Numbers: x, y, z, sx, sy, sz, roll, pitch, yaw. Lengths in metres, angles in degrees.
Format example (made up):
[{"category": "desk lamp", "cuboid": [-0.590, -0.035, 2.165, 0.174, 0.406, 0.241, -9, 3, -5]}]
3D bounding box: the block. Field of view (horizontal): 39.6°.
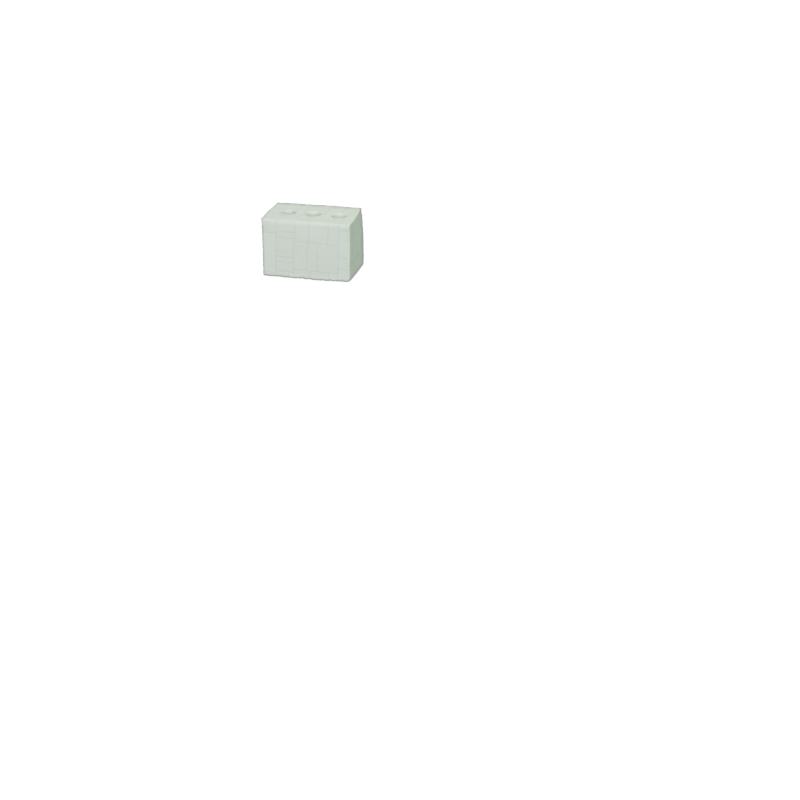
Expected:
[{"category": "block", "cuboid": [-0.074, -0.134, 0.939, 0.079, 0.049, 0.054, 5, 22, 11]}]
